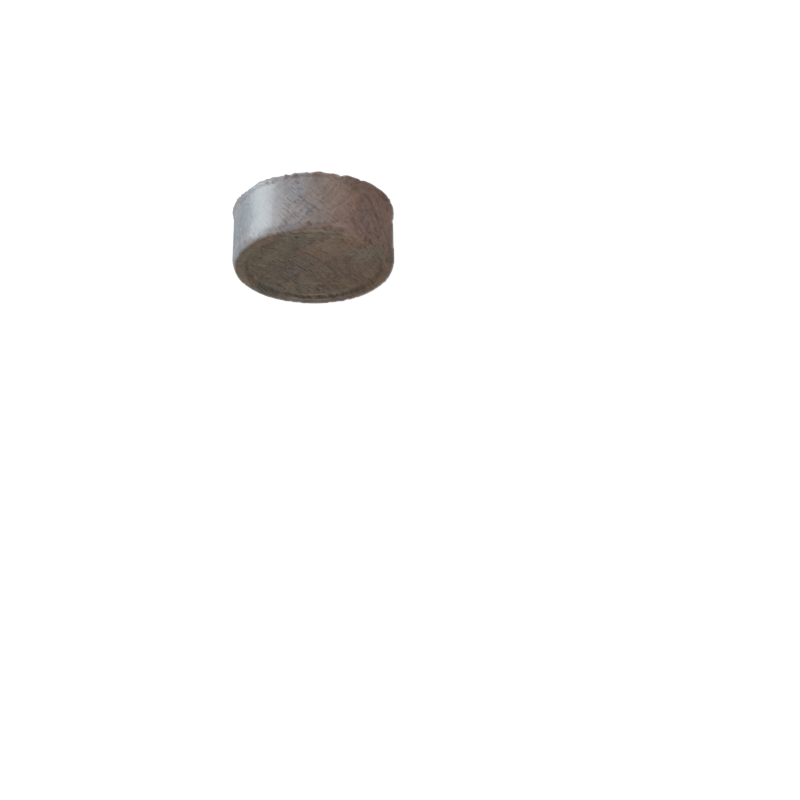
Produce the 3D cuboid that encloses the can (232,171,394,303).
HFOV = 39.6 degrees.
[{"bbox_3d":[-0.046,-0.083,0.583,0.086,0.035,0.081,1,-23,-2],"label":"can"}]
